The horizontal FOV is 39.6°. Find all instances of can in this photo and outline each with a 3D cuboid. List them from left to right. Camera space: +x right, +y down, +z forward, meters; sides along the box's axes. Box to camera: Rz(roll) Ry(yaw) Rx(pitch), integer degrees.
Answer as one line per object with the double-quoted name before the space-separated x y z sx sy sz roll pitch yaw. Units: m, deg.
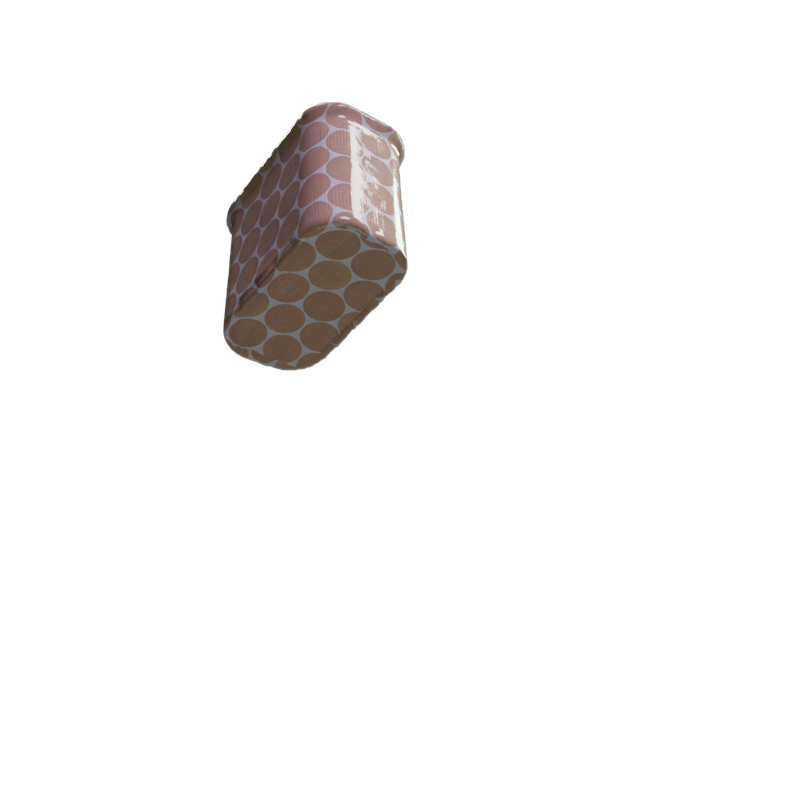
"can" -0.041 -0.074 0.521 0.055 0.090 0.100 25 -50 -26
